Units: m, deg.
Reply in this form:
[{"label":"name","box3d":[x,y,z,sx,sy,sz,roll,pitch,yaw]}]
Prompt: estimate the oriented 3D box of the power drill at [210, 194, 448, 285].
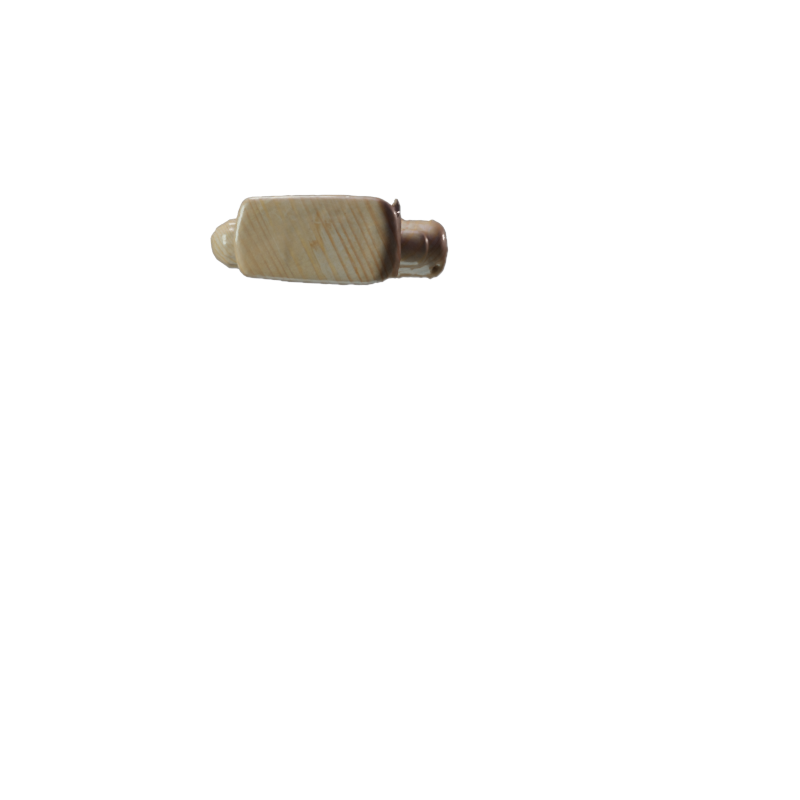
[{"label":"power drill","box3d":[-0.062,-0.113,0.790,0.186,0.057,0.187,1,7,7]}]
